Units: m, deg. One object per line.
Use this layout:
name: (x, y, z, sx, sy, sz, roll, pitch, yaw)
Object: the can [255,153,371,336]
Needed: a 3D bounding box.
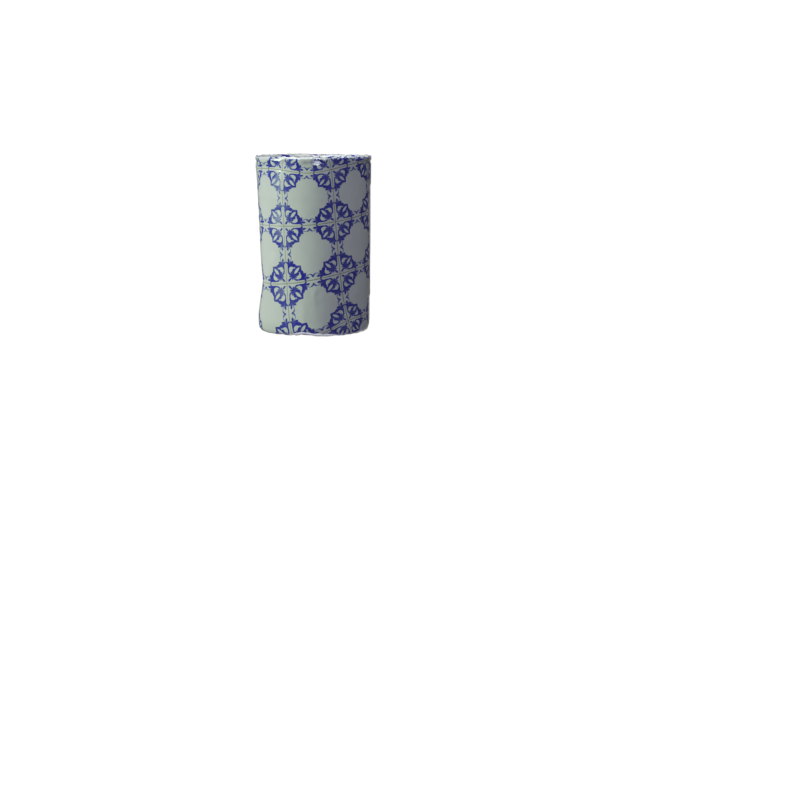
can: (-0.051, -0.093, 0.652, 0.068, 0.101, 0.070, 0, 8, -2)
